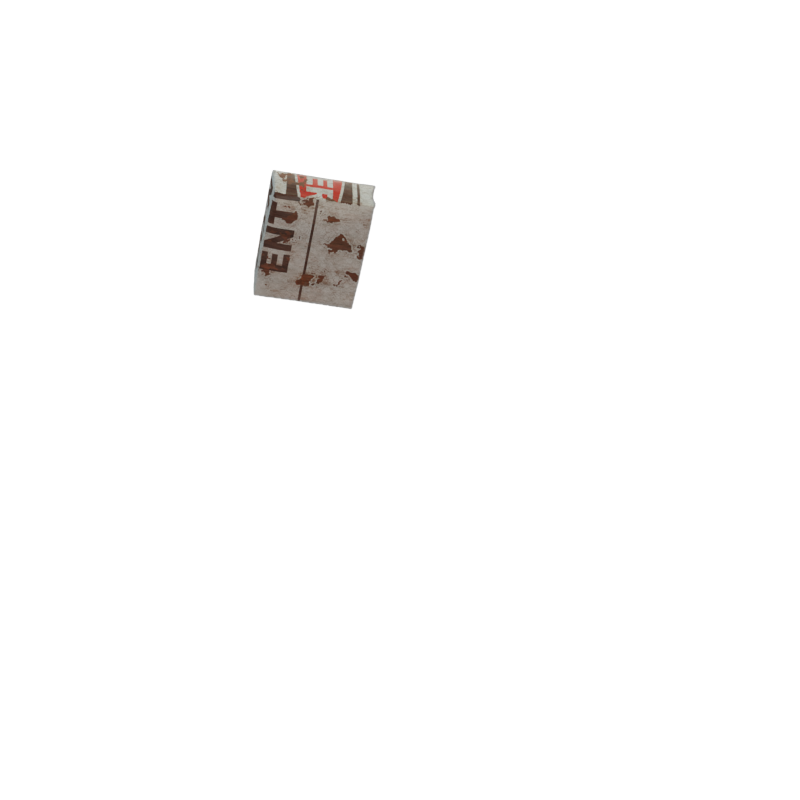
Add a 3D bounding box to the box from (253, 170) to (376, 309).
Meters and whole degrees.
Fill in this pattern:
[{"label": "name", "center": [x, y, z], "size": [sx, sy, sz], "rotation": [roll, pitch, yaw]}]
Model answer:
[{"label": "box", "center": [-0.075, -0.136, 0.954], "size": [0.089, 0.107, 0.042], "rotation": [9, 38, -8]}]
